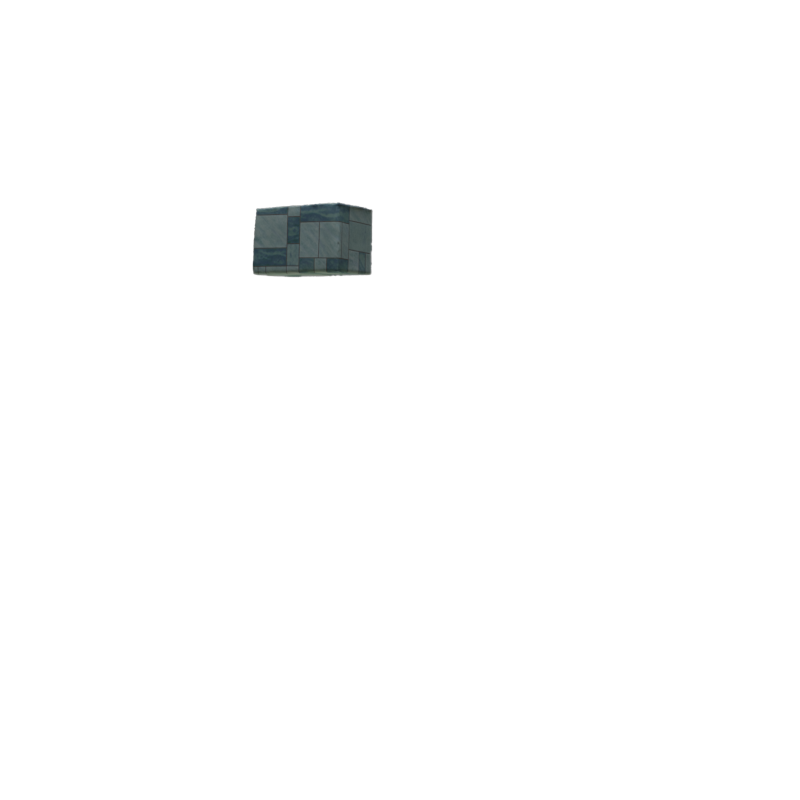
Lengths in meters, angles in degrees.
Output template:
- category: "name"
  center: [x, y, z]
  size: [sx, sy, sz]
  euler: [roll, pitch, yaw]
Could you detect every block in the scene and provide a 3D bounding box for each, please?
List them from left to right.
- category: "block"
  center: [-0.066, -0.121, 0.846]
  size: [0.081, 0.052, 0.051]
  euler: [1, 0, 31]
